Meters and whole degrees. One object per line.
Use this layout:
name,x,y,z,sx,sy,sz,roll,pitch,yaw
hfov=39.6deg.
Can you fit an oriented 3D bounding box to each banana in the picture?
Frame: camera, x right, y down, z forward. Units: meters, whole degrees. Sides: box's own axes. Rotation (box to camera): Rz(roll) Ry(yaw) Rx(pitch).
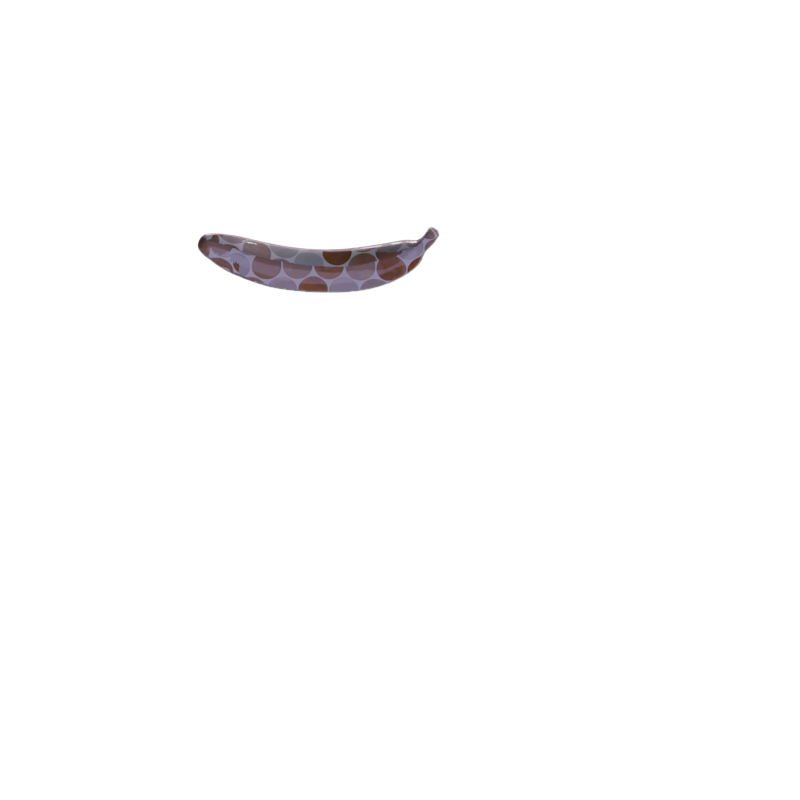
banana,-0.068,-0.119,0.930,0.198,0.065,0.039,-3,43,2
